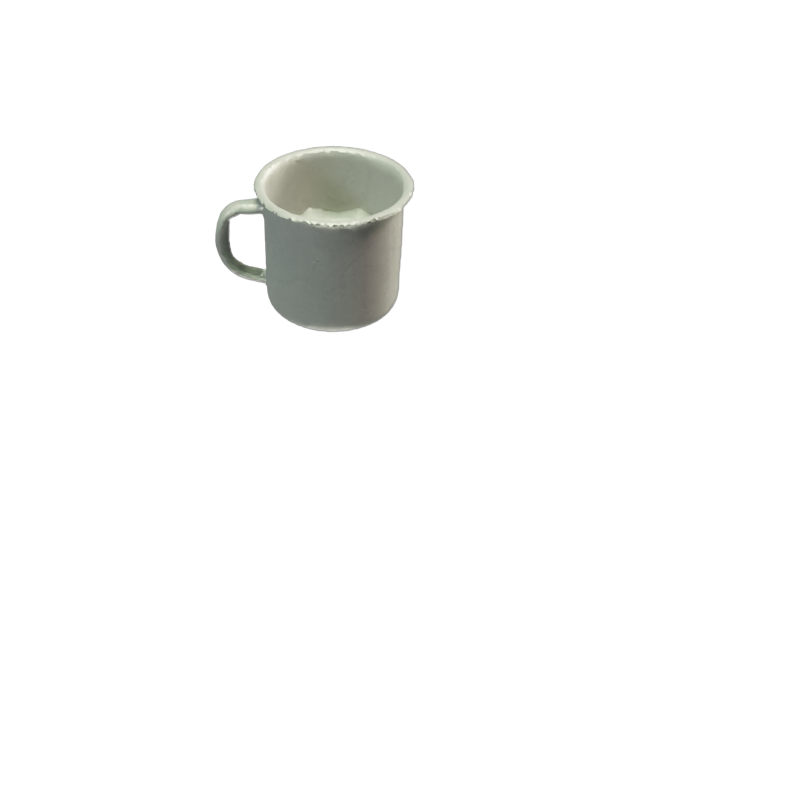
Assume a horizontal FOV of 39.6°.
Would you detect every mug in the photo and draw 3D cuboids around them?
[{"bbox_3d":[-0.052,-0.095,0.663,0.117,0.076,0.100,-2,37,-4],"label":"mug"}]
